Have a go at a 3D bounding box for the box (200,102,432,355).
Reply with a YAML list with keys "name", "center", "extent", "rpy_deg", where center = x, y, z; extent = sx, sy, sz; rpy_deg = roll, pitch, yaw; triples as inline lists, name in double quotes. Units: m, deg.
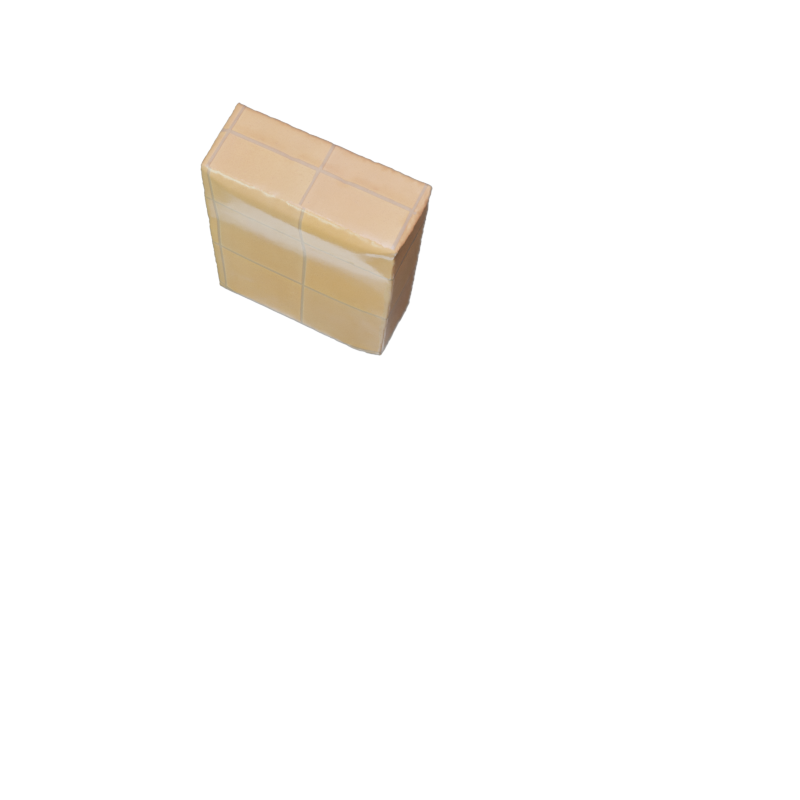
- name: "box"
  center: [-0.070, -0.129, 0.900]
  extent: [0.168, 0.074, 0.203]
  rpy_deg: [26, -20, 7]
